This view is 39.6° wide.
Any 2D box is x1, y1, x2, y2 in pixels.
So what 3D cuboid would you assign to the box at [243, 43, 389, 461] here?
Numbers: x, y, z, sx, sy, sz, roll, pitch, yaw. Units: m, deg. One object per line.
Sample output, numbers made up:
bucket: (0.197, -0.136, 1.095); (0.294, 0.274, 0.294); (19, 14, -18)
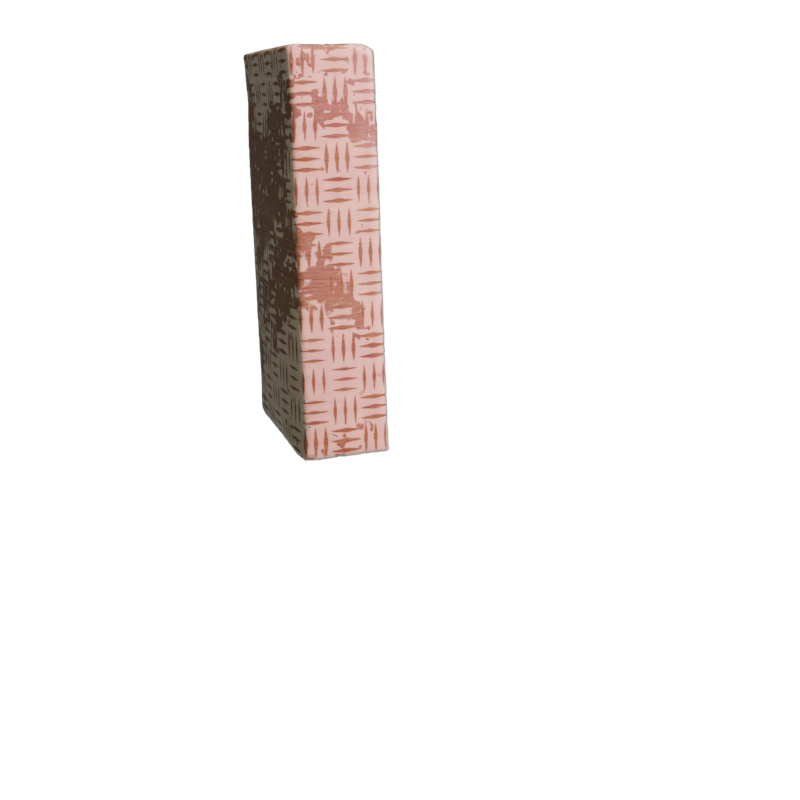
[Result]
box: (-0.039, -0.072, 0.507); (0.047, 0.173, 0.097); (-2, 10, -18)
